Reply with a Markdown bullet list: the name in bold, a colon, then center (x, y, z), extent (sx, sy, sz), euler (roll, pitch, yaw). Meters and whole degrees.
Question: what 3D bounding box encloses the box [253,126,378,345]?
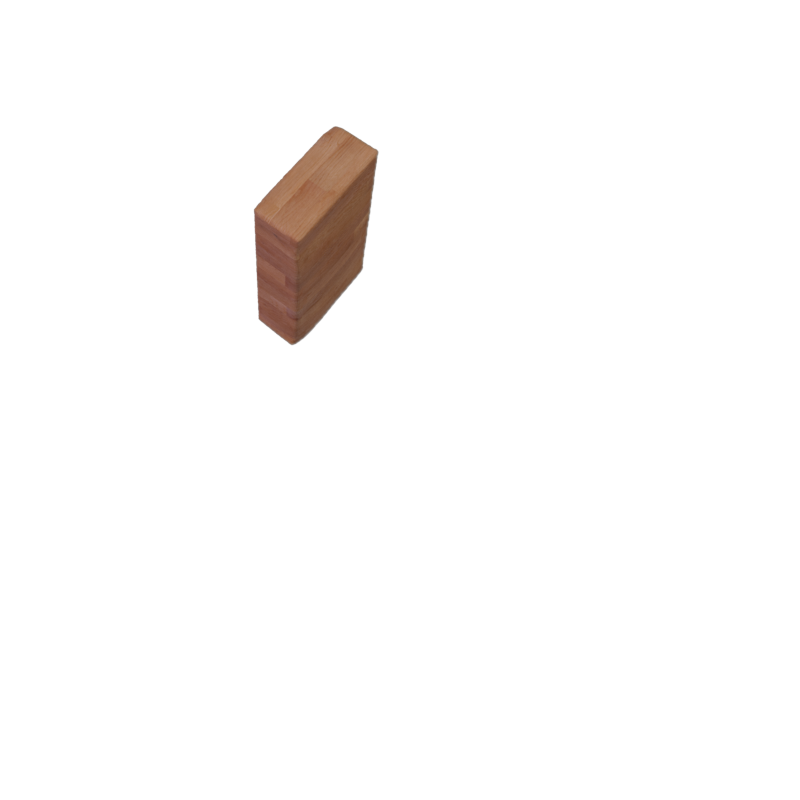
- **box**: center (-0.064, -0.117, 0.818), extent (0.050, 0.095, 0.167), euler (34, -22, 11)
